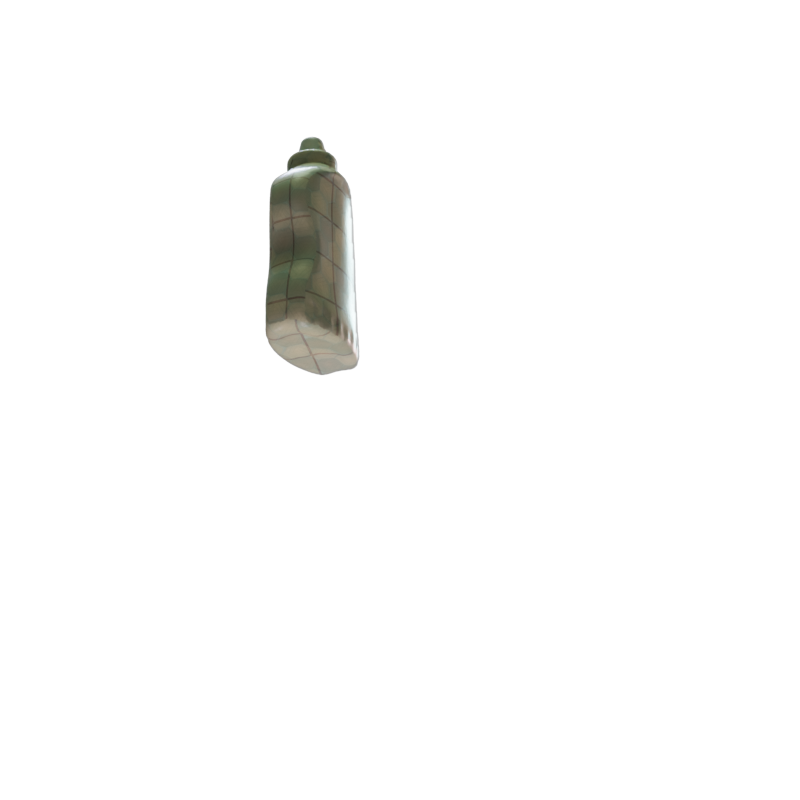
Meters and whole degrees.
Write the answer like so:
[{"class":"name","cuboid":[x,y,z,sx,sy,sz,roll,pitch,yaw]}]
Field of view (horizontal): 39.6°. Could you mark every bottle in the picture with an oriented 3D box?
[{"class":"bottle","cuboid":[-0.068,-0.124,0.868,0.059,0.204,0.089,-15,-31,23]}]
